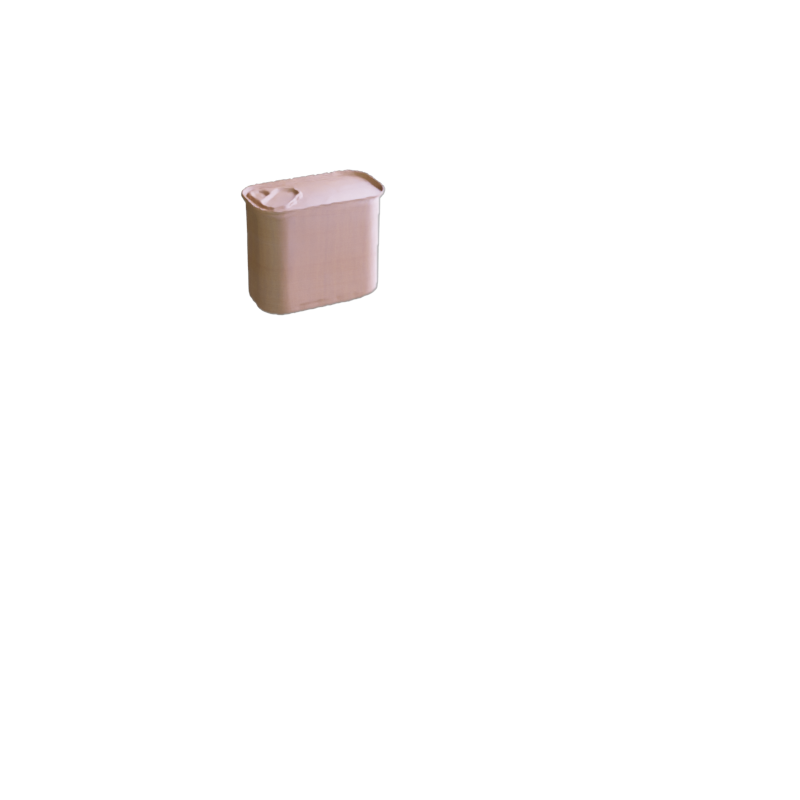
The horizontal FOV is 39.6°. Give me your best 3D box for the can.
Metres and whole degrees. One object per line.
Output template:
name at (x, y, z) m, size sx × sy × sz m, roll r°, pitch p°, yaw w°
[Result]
can at (-0.064, -0.117, 0.818) m, size 0.100 × 0.079 × 0.062 m, roll -13°, pitch 31°, yaw -23°
